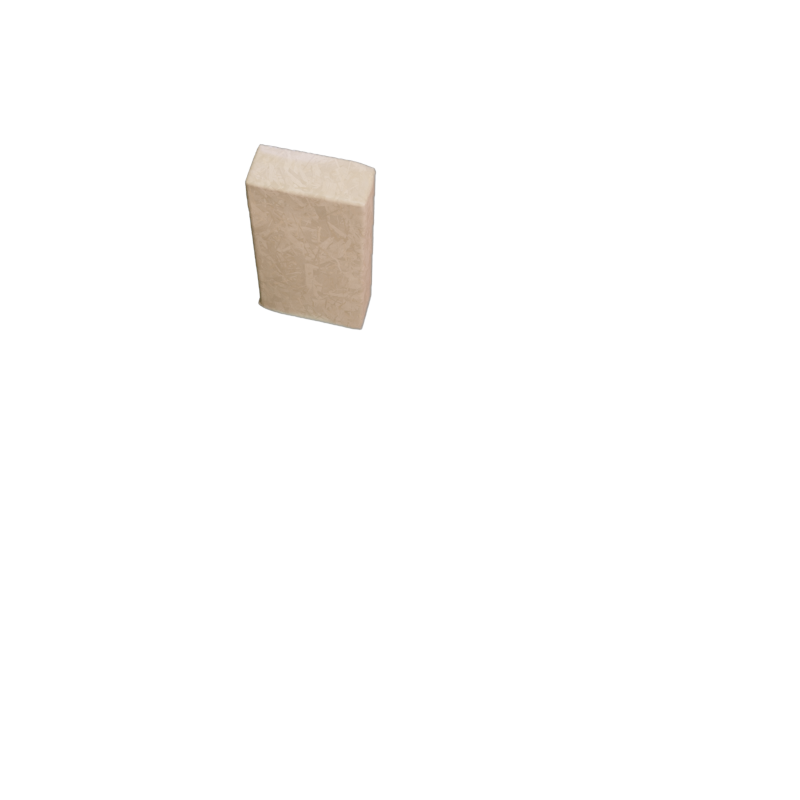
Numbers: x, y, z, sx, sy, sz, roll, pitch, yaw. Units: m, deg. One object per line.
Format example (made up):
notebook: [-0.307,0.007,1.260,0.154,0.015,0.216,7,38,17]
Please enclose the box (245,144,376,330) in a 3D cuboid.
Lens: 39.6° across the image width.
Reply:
box: [-0.068,-0.126,0.878,0.095,0.051,0.165,14,-32,5]
